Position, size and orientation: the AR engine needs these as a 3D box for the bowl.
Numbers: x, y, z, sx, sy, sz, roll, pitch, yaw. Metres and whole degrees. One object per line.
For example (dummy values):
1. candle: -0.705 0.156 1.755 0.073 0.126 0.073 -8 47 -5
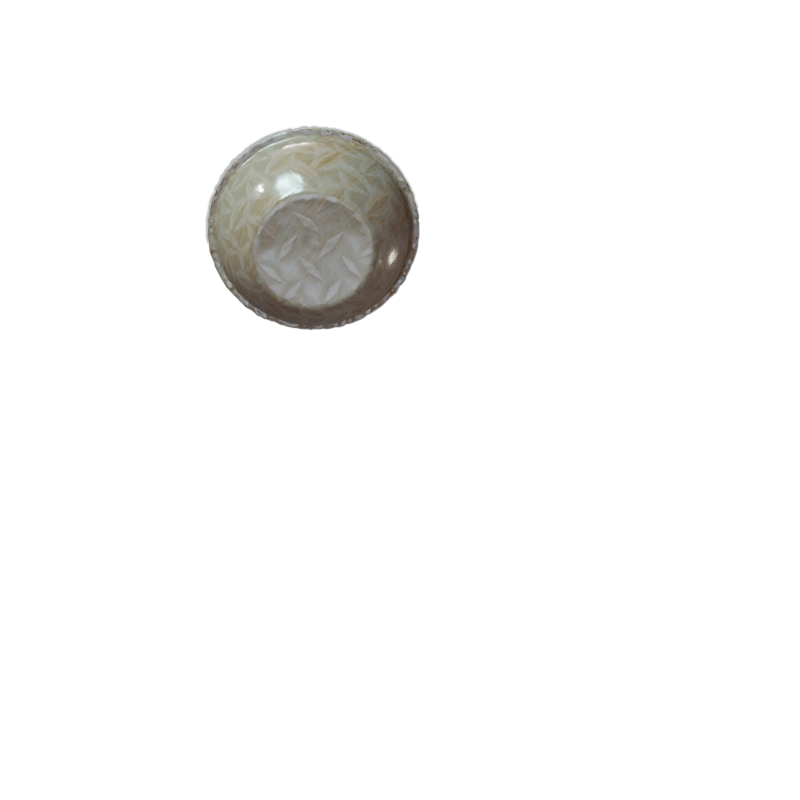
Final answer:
1. bowl: -0.064 -0.117 0.818 0.162 0.155 0.057 0 19 -1
